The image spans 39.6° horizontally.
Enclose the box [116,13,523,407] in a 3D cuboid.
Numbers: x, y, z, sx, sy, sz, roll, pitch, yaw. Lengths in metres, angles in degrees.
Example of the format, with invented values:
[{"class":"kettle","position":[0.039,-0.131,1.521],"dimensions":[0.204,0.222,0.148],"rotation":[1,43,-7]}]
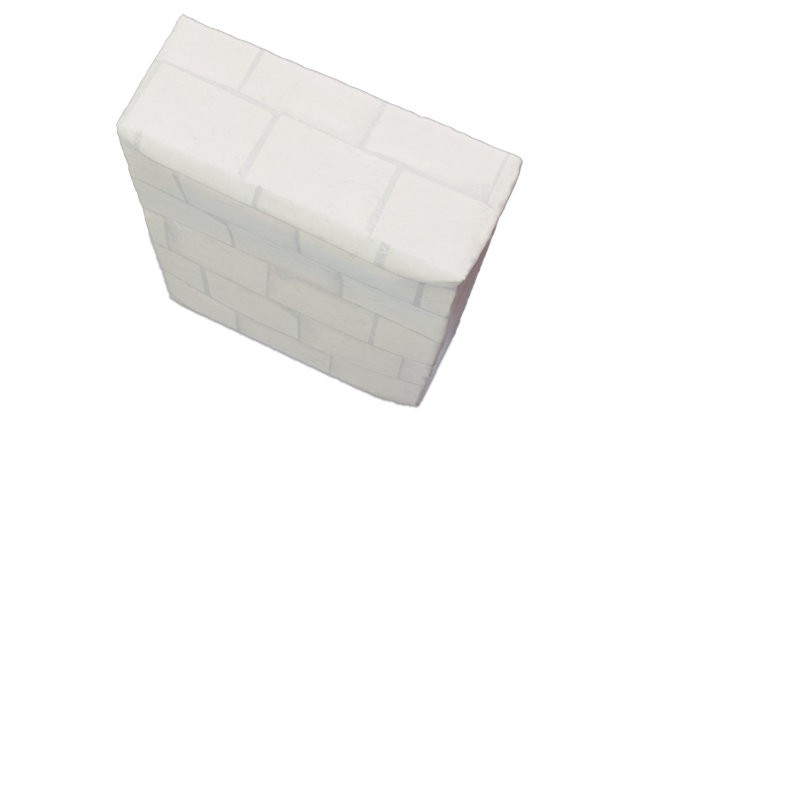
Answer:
[{"class":"box","position":[-0.044,-0.079,0.556],"dimensions":[0.167,0.074,0.205],"rotation":[25,-16,5]}]
